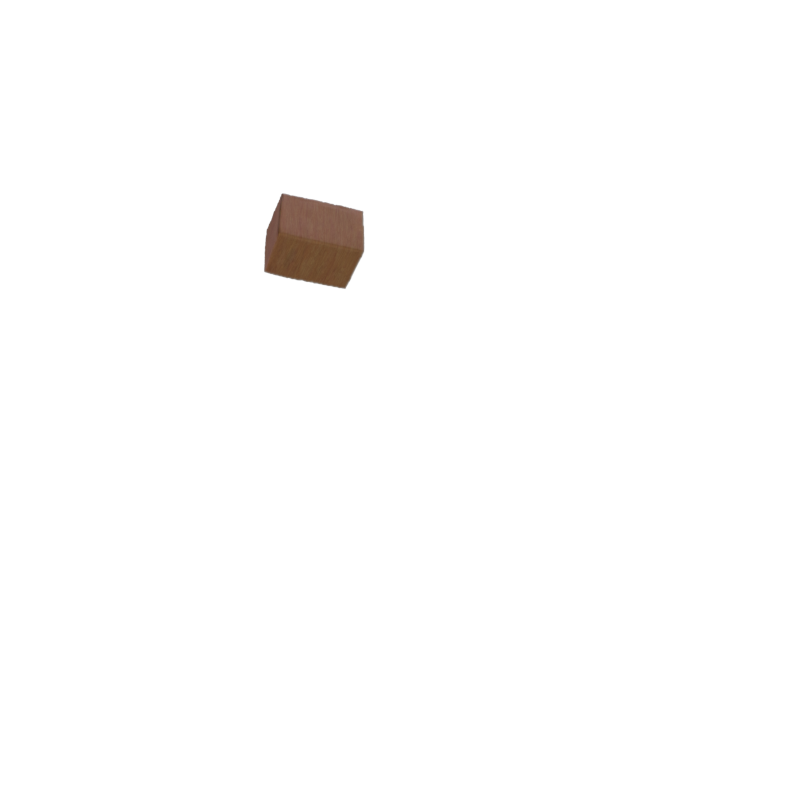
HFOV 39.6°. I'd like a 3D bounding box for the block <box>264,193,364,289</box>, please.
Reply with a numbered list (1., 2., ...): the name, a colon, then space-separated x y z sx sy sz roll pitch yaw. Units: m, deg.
1. block: -0.076 -0.138 0.968 0.076 0.055 0.050 11 -42 -14
